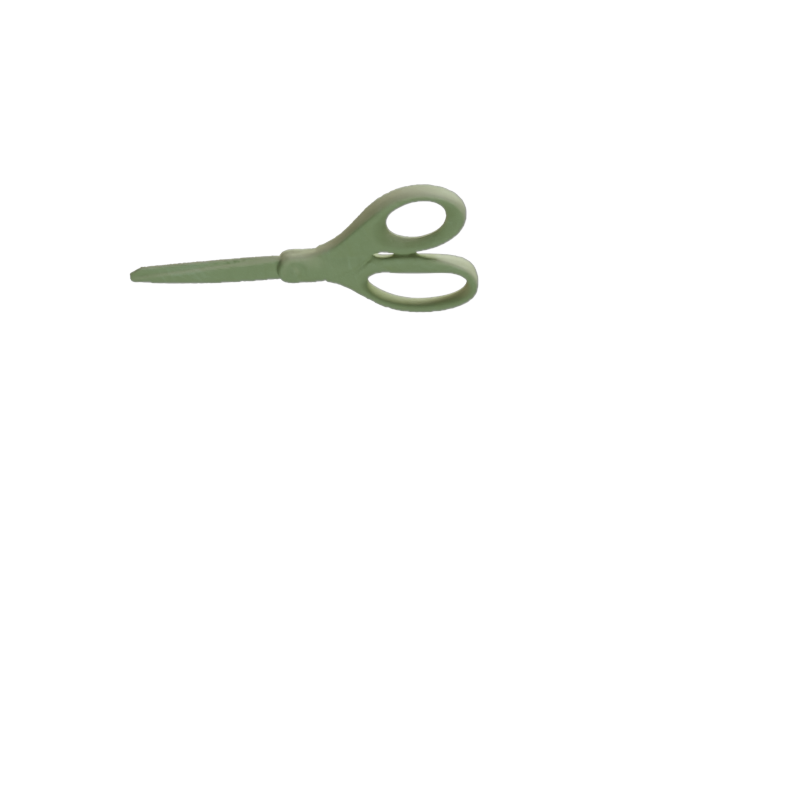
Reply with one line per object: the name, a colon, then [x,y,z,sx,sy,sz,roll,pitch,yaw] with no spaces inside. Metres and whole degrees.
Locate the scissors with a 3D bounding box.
scissors: [-0.049,-0.090,0.632,0.199,0.091,0.017,8,41,-7]
